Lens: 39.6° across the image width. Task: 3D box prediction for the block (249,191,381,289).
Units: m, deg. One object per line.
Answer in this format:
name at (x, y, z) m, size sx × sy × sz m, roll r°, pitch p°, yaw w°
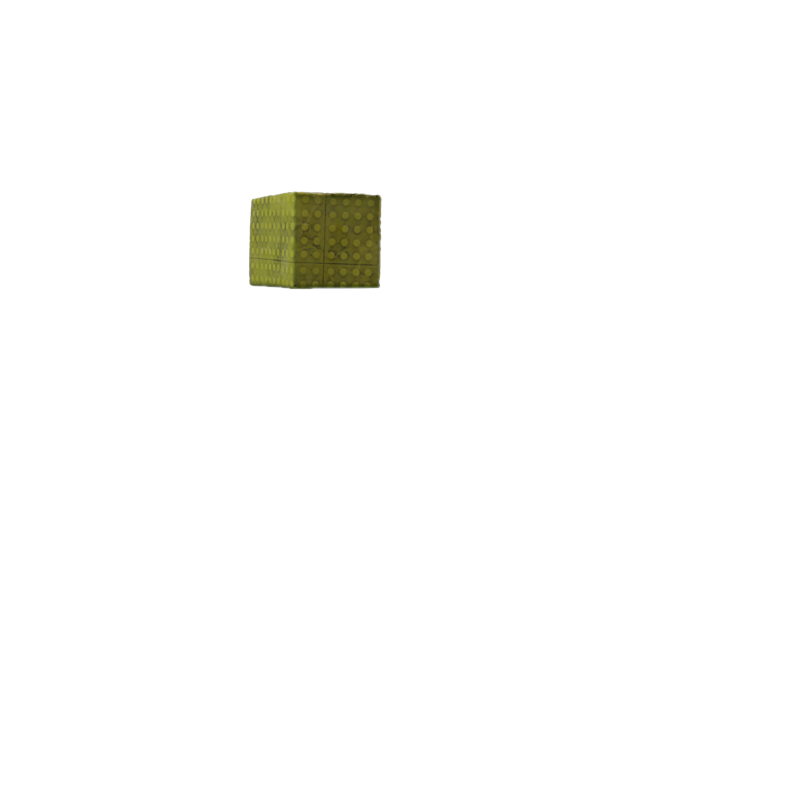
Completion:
block at (-0.049, -0.089, 0.621) m, size 0.051 × 0.051 × 0.080 m, roll -1°, pitch 5°, yaw -24°
